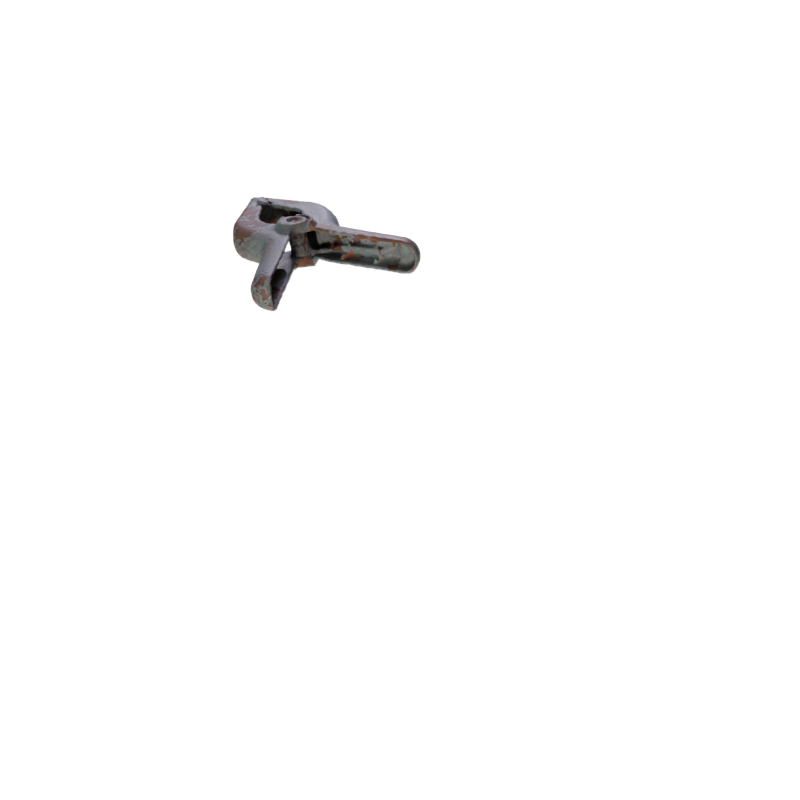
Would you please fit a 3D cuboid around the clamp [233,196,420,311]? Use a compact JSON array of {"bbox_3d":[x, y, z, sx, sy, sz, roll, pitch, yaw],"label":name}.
[{"bbox_3d":[-0.063,-0.114,0.801,0.118,0.037,0.184,-8,29,-15],"label":"clamp"}]
